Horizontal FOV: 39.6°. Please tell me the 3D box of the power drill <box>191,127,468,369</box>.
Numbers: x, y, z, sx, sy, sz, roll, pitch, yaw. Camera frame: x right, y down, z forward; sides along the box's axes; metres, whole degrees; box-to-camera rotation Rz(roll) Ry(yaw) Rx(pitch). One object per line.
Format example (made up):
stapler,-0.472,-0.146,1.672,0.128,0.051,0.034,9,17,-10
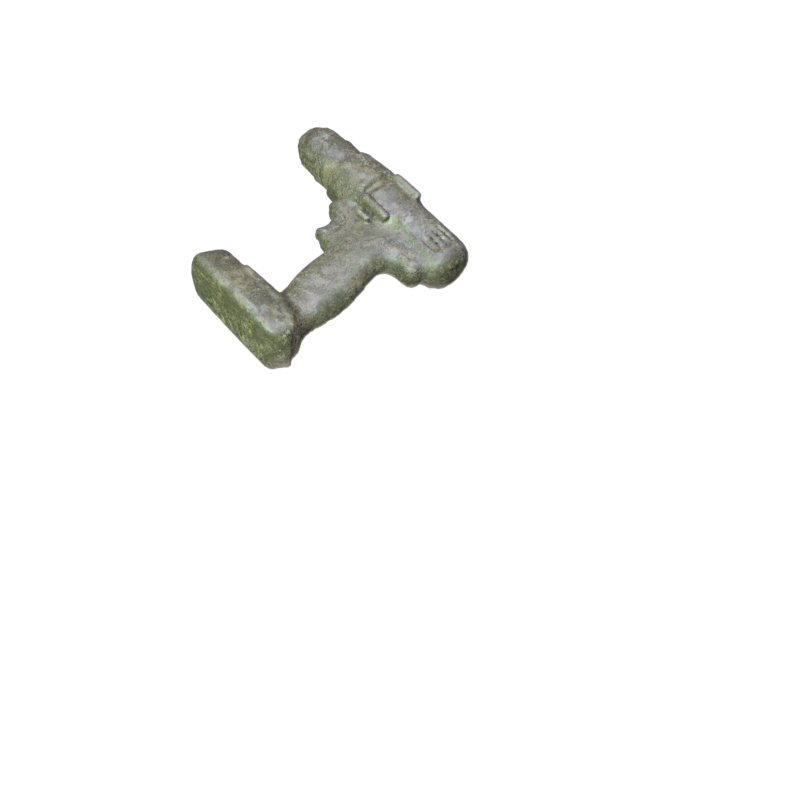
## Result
power drill,-0.068,-0.125,0.872,0.189,0.196,0.054,-35,-28,-22
